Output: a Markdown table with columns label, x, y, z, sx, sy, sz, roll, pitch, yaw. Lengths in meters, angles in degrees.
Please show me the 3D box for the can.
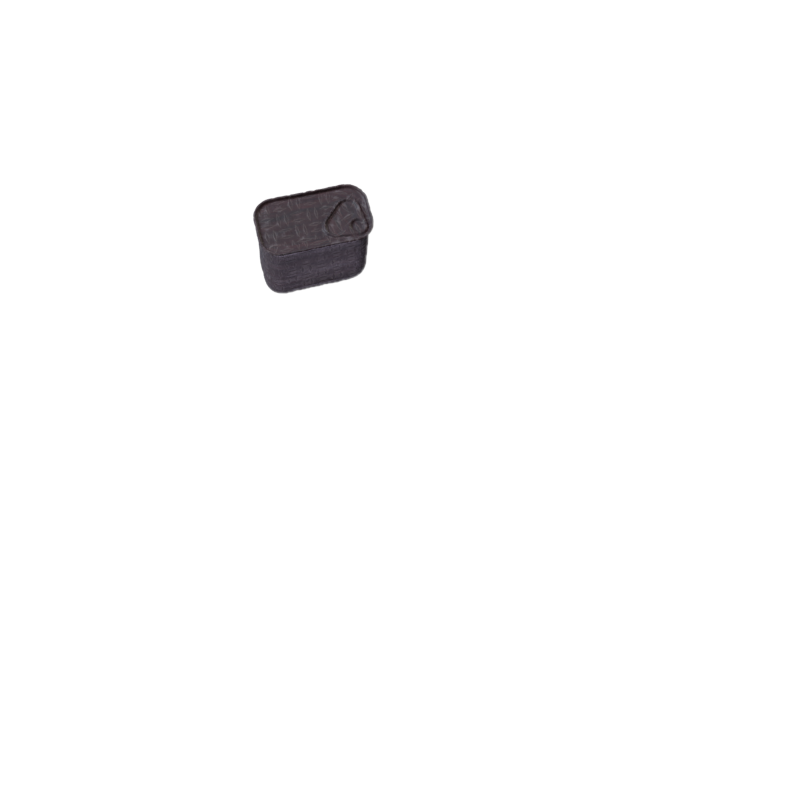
| label | x | y | z | sx | sy | sz | roll | pitch | yaw |
| --- | --- | --- | --- | --- | --- | --- | --- | --- | --- |
| can | -0.078 | -0.142 | 0.994 | 0.101 | 0.061 | 0.079 | -12 | -23 | -7 |
